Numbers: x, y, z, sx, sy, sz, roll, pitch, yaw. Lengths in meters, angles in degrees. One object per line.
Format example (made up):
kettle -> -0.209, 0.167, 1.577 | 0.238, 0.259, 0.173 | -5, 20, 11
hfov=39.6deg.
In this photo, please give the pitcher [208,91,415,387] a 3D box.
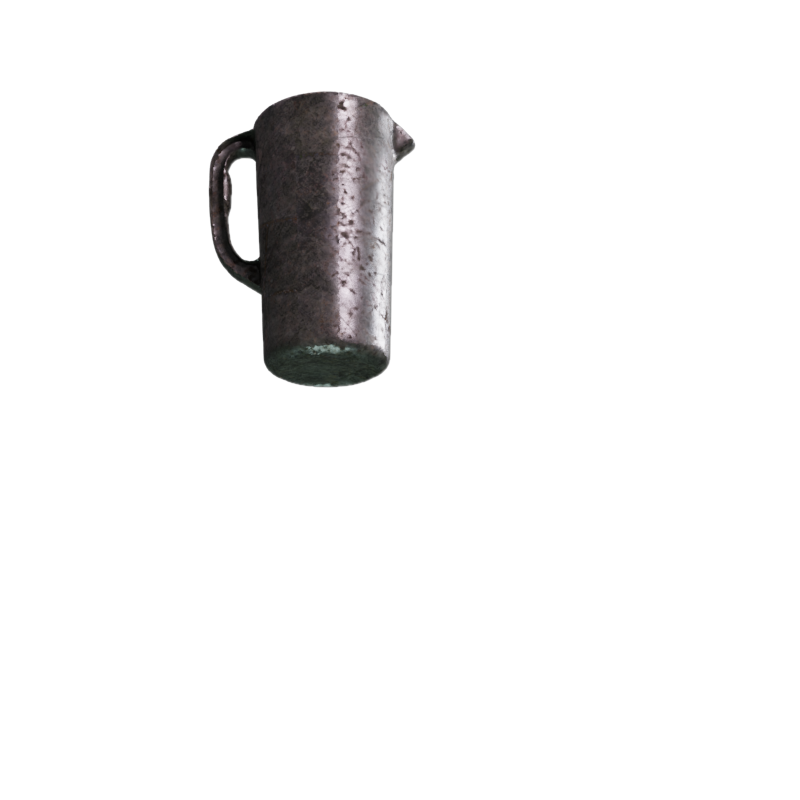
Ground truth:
pitcher -> -0.077, -0.141, 0.986 | 0.150, 0.256, 0.136 | -21, -30, 39
